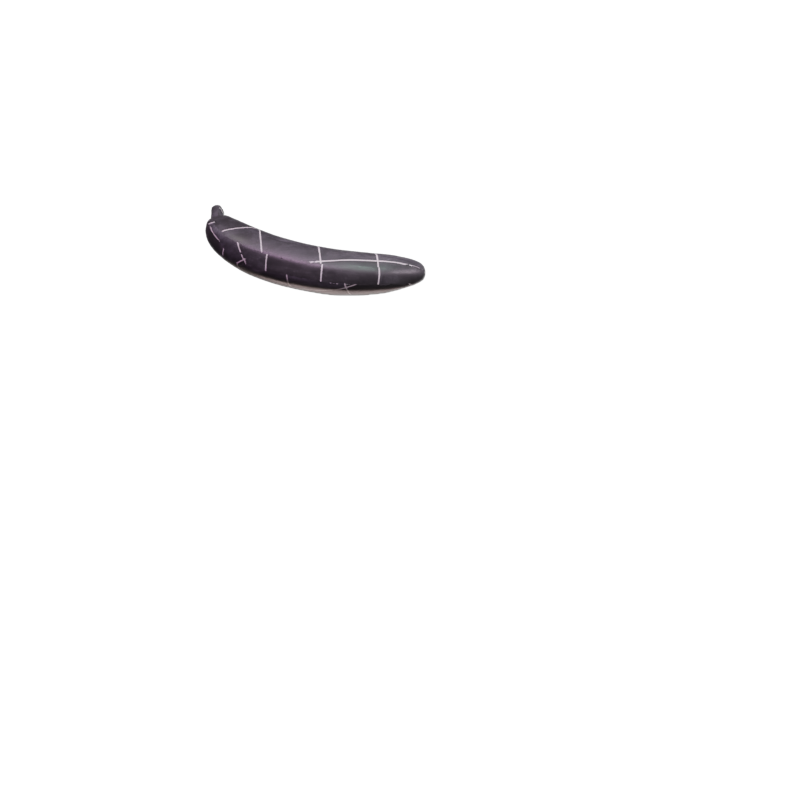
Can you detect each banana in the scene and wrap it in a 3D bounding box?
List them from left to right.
[{"bbox_3d":[-0.081,-0.117,0.890,0.205,0.034,0.072,20,48,19],"label":"banana"}]
